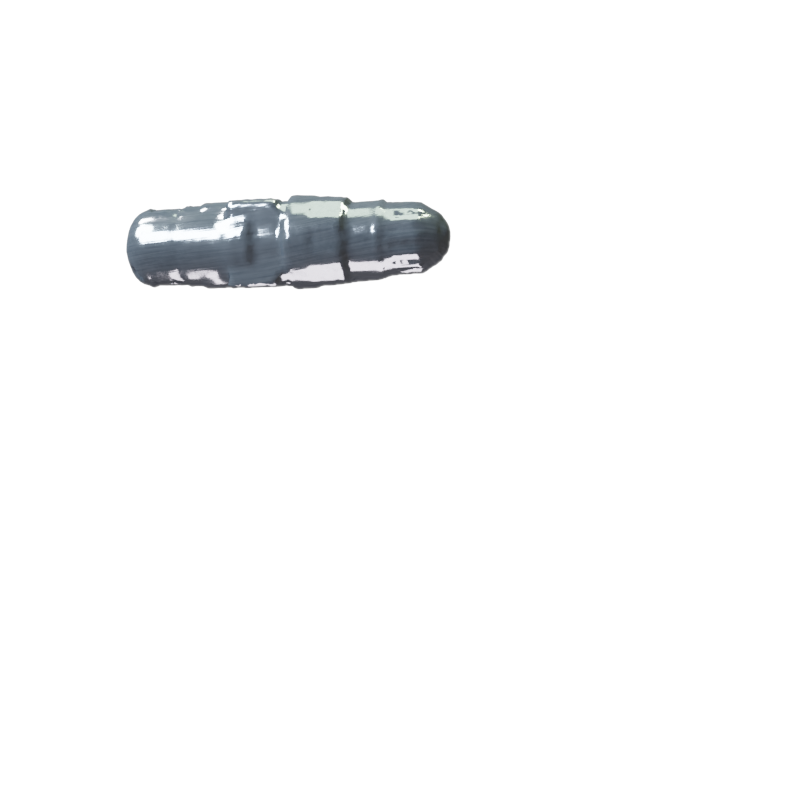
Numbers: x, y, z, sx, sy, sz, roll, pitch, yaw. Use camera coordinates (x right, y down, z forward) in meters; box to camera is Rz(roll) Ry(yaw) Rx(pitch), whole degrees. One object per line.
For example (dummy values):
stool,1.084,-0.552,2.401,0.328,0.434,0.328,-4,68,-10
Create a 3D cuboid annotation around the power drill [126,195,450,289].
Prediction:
power drill,-0.054,-0.098,0.689,0.187,0.057,0.186,1,6,11
